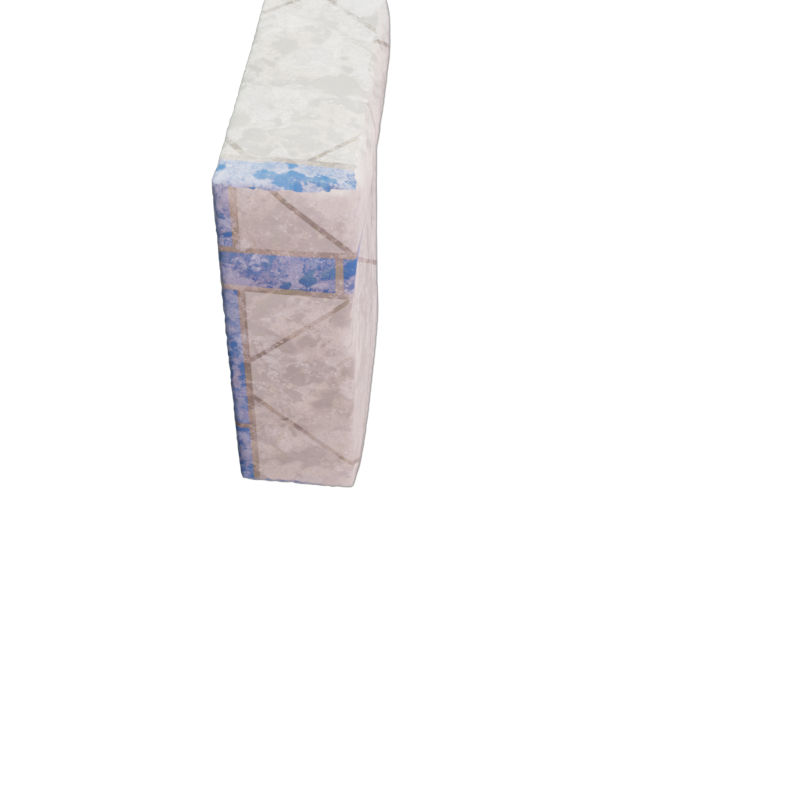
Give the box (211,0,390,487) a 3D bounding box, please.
[{"bbox_3d":[-0.046,-0.084,0.586,0.072,0.175,0.199,4,-43,0],"label":"box"}]
